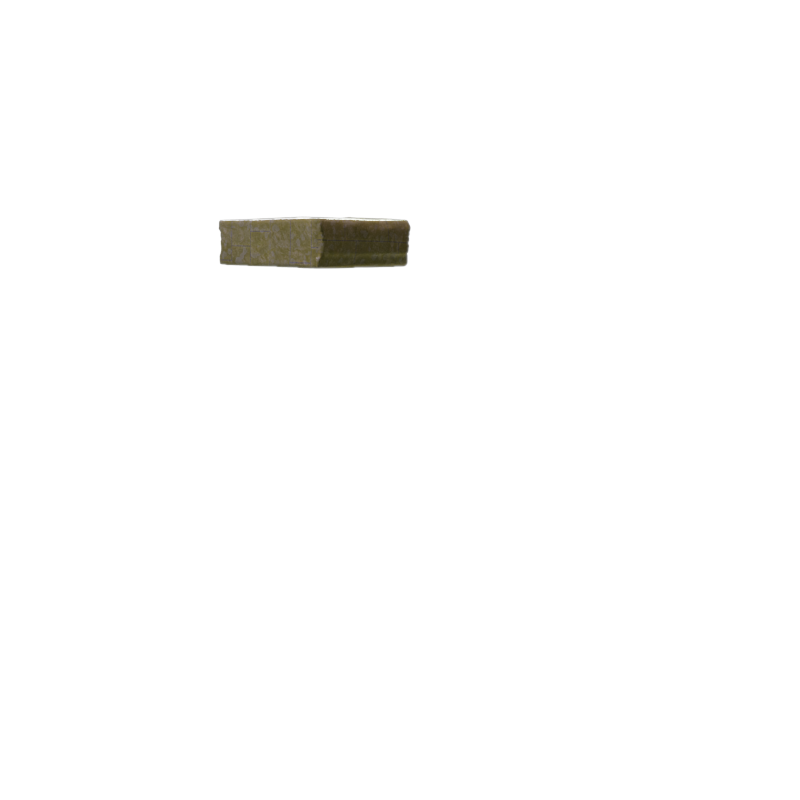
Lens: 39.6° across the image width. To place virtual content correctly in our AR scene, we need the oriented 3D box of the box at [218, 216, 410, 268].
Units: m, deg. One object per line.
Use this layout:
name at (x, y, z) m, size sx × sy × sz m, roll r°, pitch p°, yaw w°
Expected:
box at (-0.050, -0.092, 0.647) m, size 0.070 × 0.030 × 0.093 m, roll -6°, pitch 9°, yaw -44°
